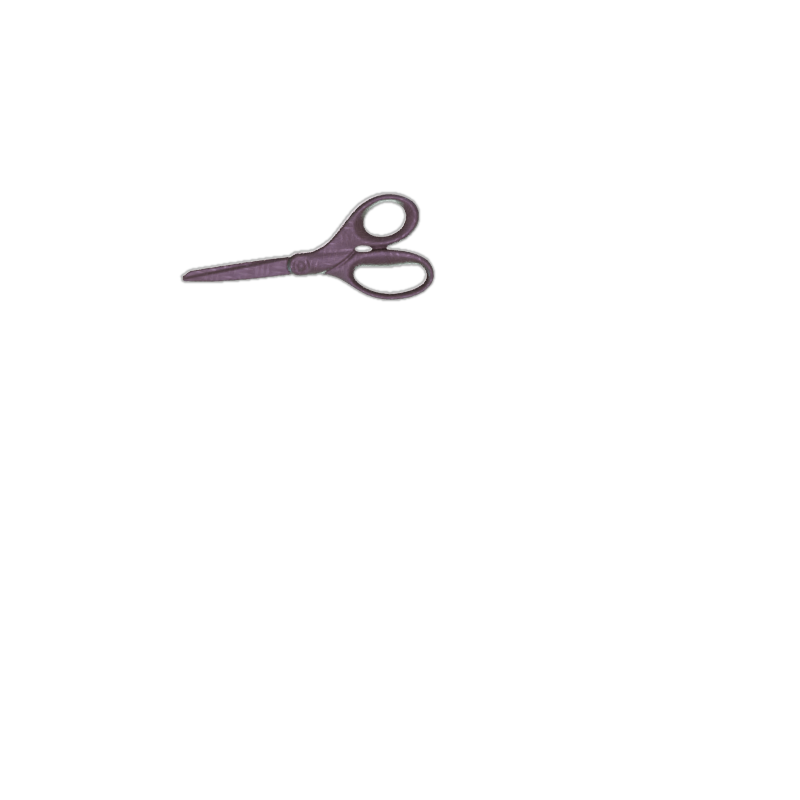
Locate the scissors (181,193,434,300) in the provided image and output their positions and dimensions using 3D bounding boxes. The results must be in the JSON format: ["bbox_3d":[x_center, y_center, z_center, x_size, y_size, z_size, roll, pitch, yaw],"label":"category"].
[{"bbox_3d":[-0.070,-0.127,0.891,0.201,0.094,0.016,8,10,-2],"label":"scissors"}]
